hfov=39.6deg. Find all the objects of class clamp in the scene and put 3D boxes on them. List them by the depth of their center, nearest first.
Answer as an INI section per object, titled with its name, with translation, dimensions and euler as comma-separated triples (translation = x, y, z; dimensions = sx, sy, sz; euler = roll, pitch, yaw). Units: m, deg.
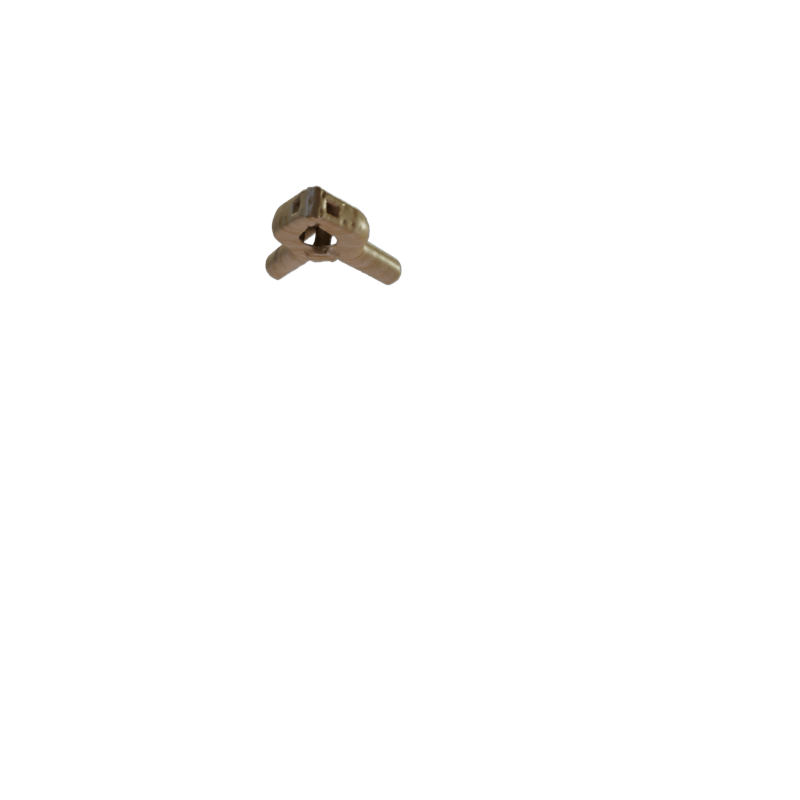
[clamp]
translation = -0.072, -0.132, 0.926
dimensions = 0.122, 0.041, 0.161
euler = -4, -18, 13
